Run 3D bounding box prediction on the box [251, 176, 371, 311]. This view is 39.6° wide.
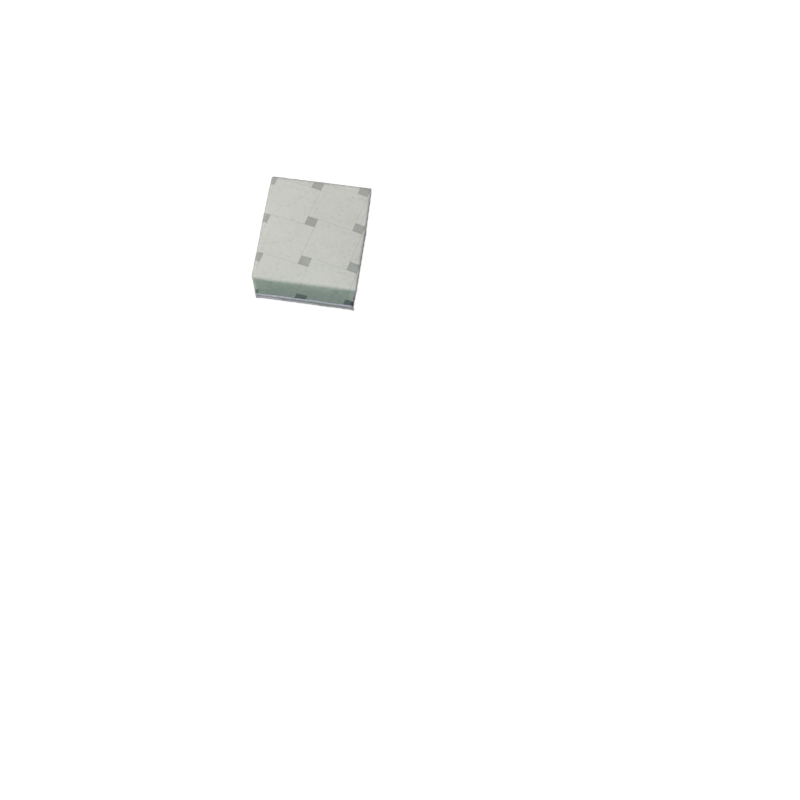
[{"bbox_3d":[-0.075,-0.137,0.962,0.090,0.120,0.036,6,-31,3],"label":"box"}]
